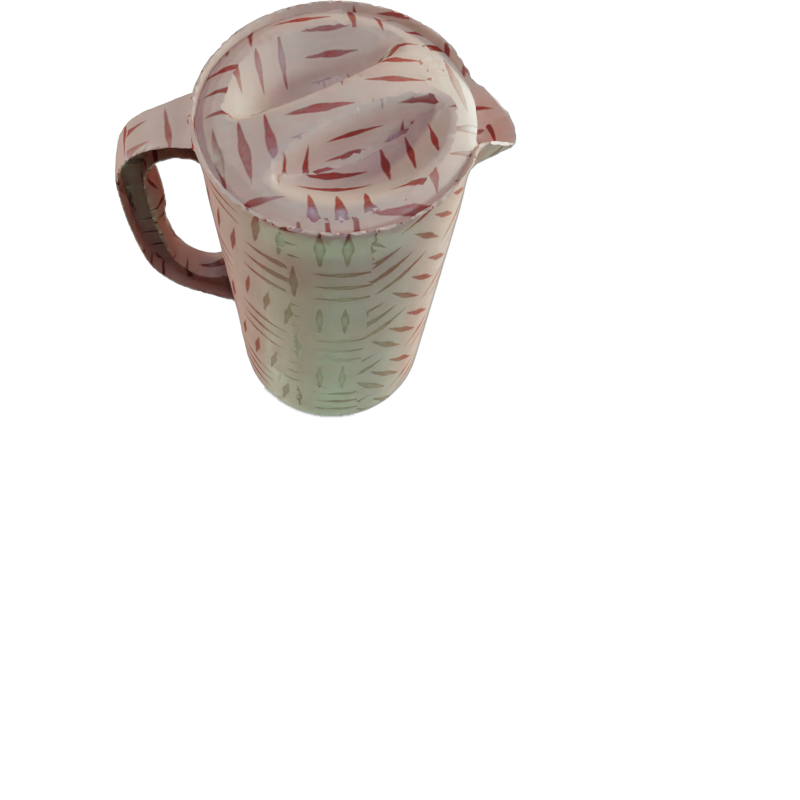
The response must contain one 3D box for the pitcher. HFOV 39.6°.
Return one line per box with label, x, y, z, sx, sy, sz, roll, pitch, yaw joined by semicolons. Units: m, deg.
pitcher;-0.047;-0.085;0.595;0.156;0.147;0.229;39;-22;15
